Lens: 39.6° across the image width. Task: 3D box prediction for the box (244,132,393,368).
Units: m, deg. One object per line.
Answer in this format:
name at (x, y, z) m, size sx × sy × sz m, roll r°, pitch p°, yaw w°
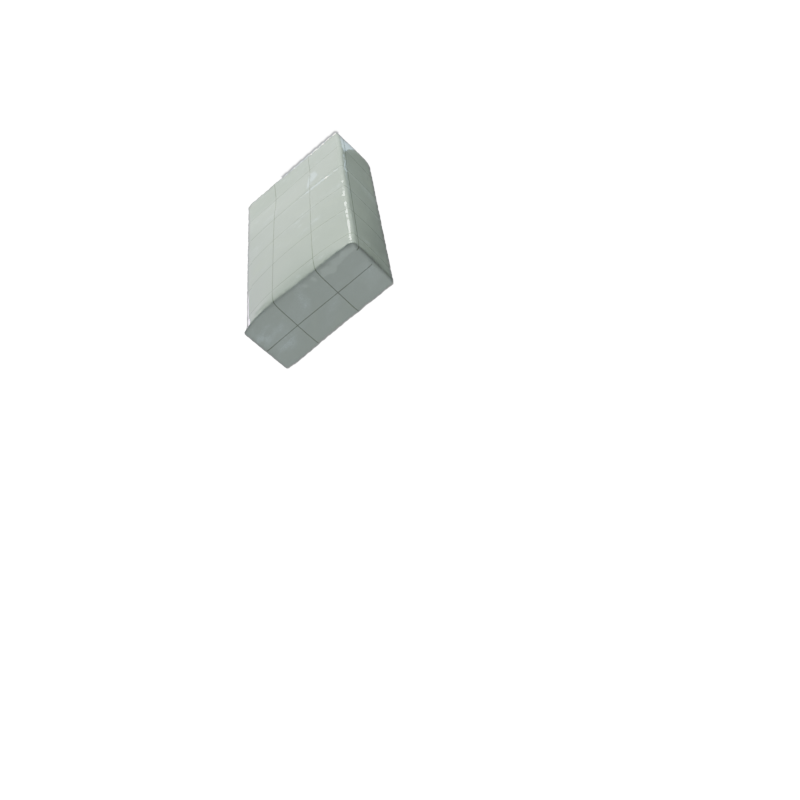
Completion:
box at (-0.058, -0.107, 0.747) m, size 0.093 × 0.045 × 0.188 m, roll -37°, pitch 28°, yaw 18°
